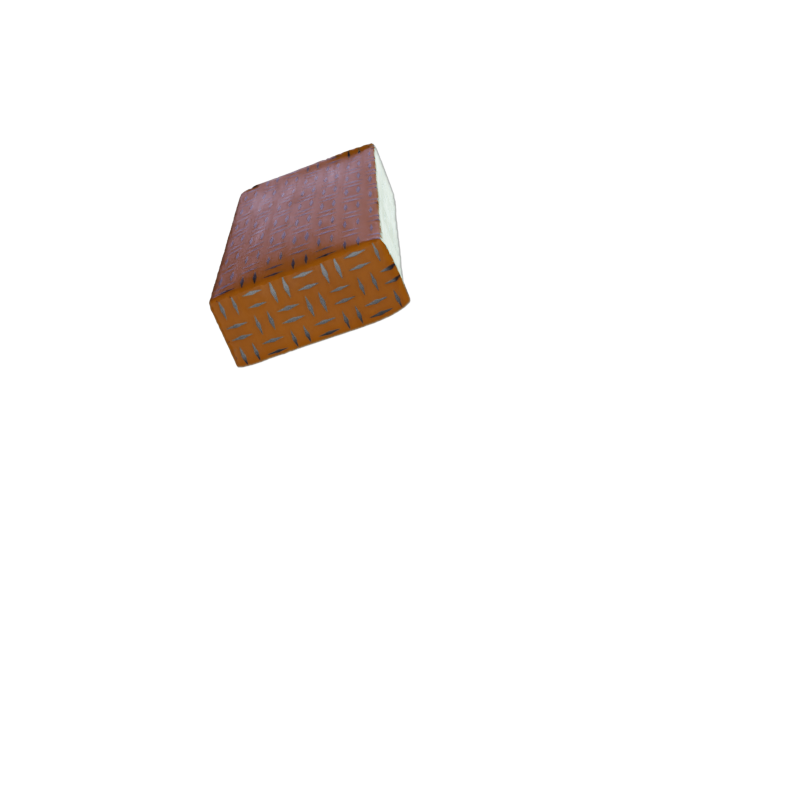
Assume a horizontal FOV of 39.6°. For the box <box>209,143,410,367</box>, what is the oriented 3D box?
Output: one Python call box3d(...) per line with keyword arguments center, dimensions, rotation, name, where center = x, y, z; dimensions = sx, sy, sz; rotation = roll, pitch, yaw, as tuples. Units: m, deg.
box3d(center=(-0.048, -0.088, 0.615), dimensions=(0.094, 0.045, 0.187), rotation=(-19, 28, 7), name="box")
